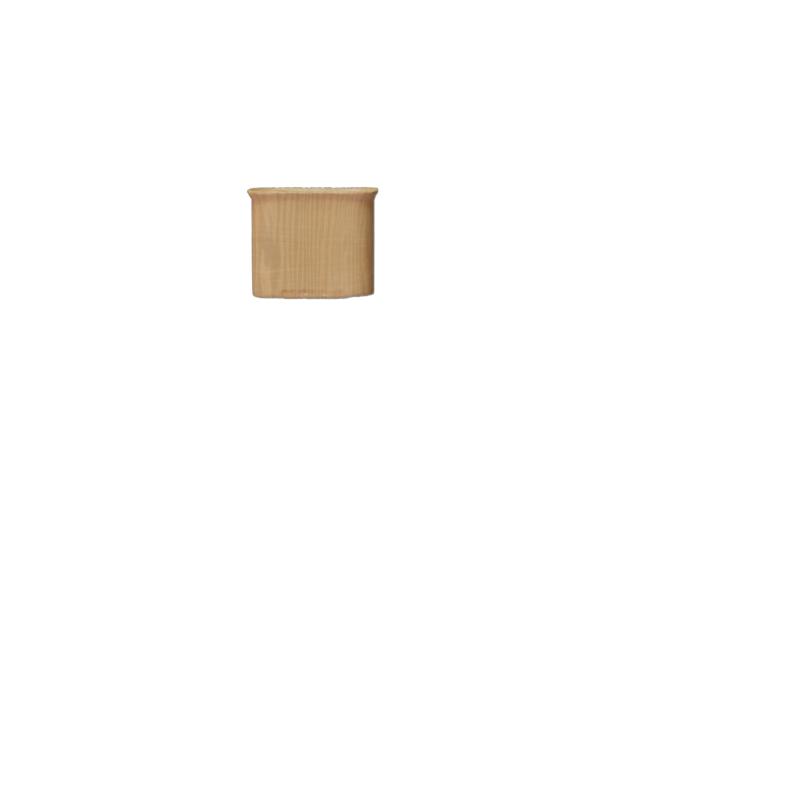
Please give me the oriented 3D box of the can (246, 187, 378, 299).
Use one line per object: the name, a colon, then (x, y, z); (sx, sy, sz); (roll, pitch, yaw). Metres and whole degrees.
can: (-0.068, -0.124, 0.870); (0.102, 0.082, 0.058); (1, 9, 2)
